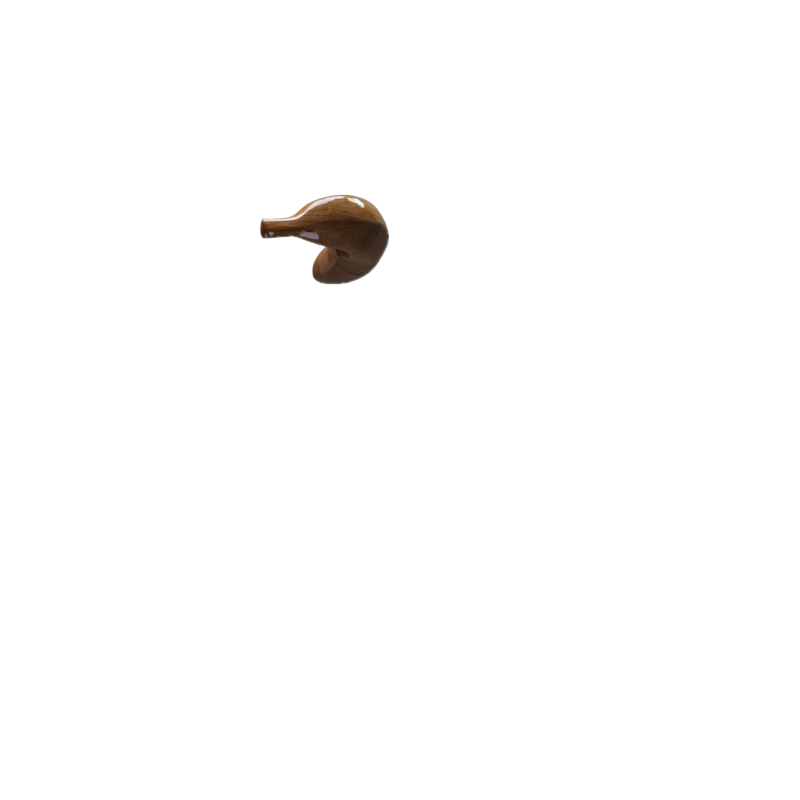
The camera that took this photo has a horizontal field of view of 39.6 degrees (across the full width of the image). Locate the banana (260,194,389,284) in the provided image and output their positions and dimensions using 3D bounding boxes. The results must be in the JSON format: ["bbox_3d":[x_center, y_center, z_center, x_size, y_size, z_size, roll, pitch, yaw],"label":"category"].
[{"bbox_3d":[-0.041,-0.109,0.750,0.070,0.037,0.192,-1,-4,6],"label":"banana"}]
